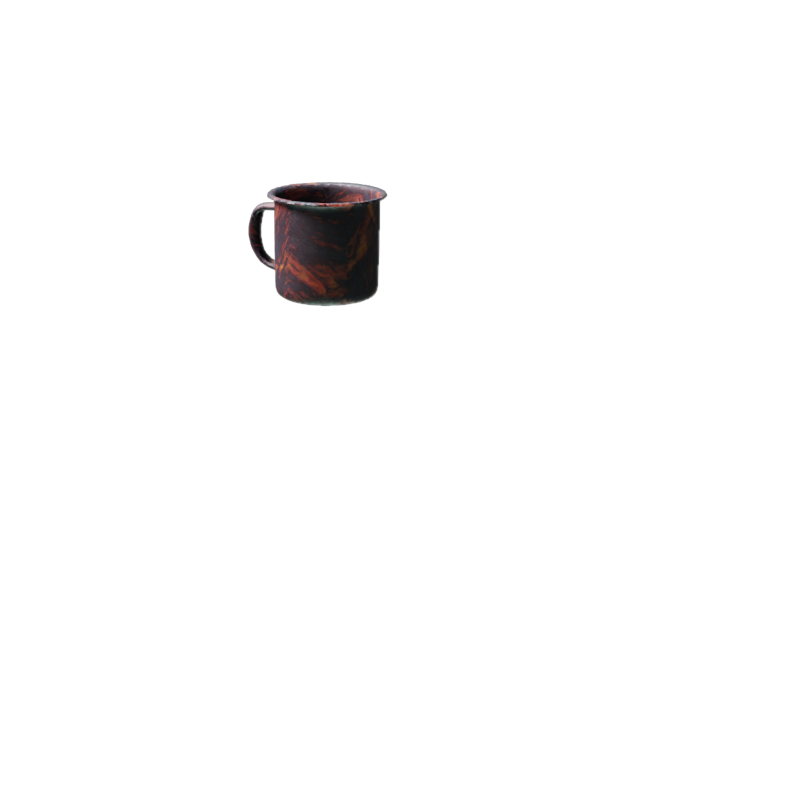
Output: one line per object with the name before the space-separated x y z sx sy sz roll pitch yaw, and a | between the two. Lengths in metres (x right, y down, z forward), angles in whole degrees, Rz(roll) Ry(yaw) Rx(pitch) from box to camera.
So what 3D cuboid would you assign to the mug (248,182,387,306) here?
mug | -0.068 -0.124 0.870 0.121 0.079 0.093 9 20 24
